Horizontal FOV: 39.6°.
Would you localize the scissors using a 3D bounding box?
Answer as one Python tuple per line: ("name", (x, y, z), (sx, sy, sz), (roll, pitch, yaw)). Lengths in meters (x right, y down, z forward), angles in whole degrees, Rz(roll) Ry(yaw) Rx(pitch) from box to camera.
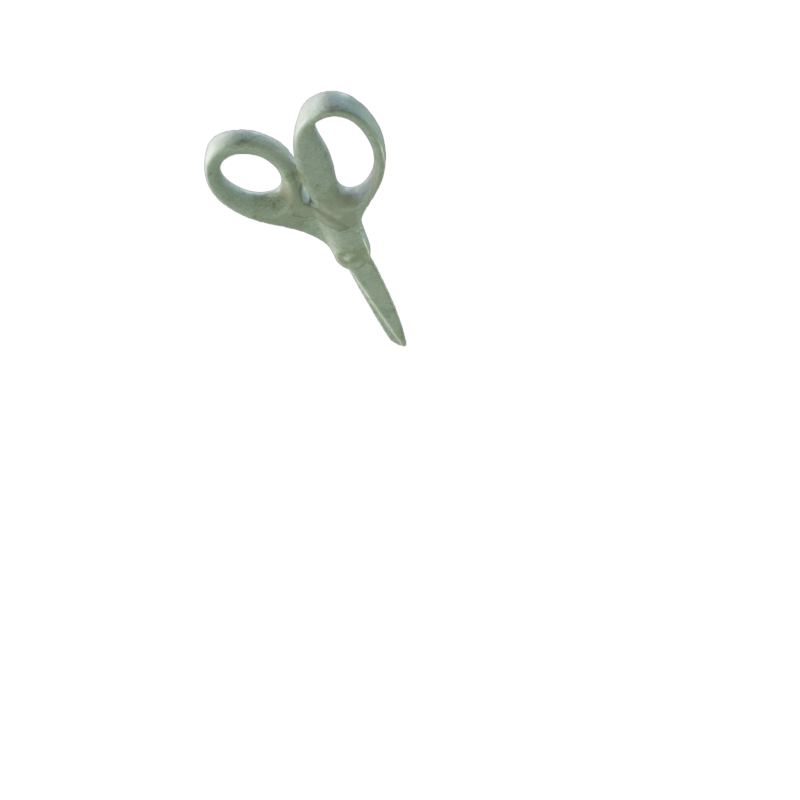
("scissors", (-0.045, -0.082, 0.576), (0.096, 0.017, 0.188), (-1, -34, 1))
